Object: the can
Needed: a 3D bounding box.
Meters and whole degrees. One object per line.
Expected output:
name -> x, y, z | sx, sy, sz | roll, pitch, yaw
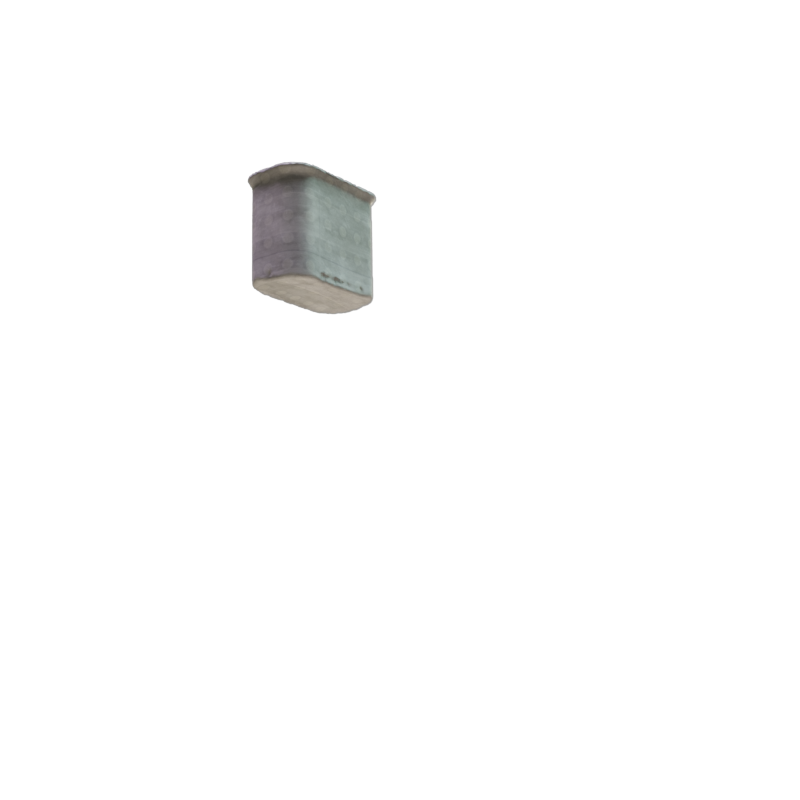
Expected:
can -> -0.063, -0.114, 0.800 | 0.059, 0.087, 0.096 | -14, -20, 36
